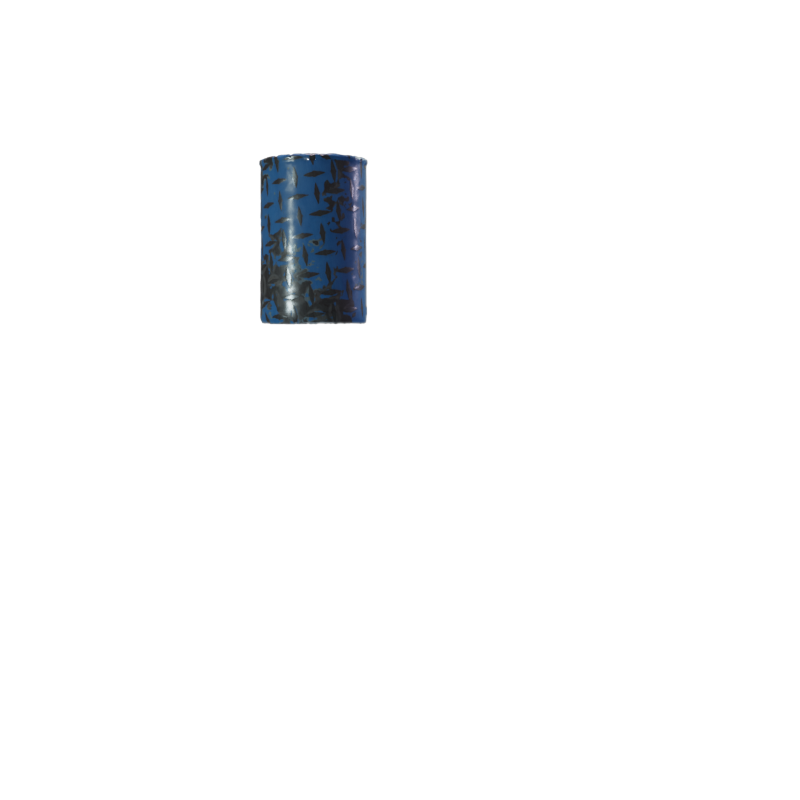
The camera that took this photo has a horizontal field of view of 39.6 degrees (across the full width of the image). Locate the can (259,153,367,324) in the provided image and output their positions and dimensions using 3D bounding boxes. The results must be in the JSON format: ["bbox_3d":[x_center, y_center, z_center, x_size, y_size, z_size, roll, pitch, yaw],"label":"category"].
[{"bbox_3d":[-0.054,-0.099,0.691,0.068,0.103,0.068,0,-1,-2],"label":"can"}]
